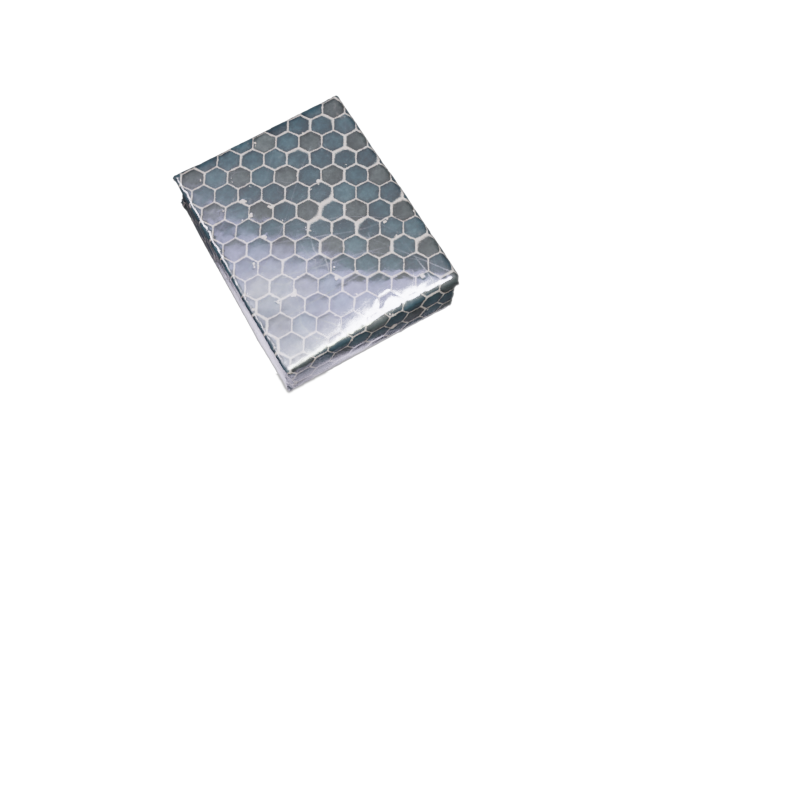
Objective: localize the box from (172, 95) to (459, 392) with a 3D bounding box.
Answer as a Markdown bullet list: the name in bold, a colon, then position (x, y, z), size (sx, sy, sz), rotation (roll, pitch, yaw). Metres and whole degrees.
- **box**: position (-0.040, -0.074, 0.519), size (0.090, 0.120, 0.037), rotation (-28, -20, -12)
